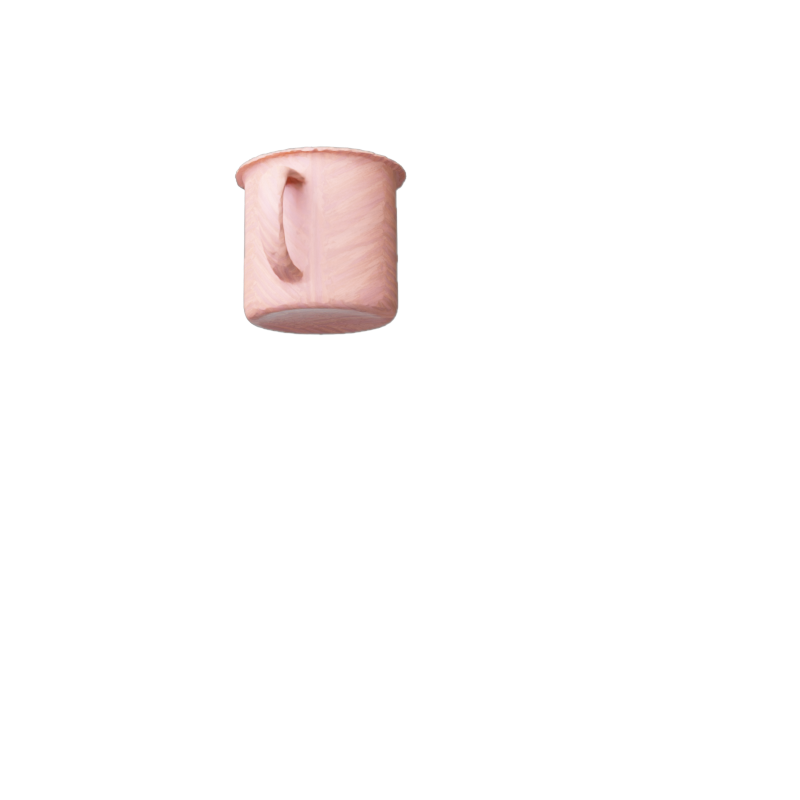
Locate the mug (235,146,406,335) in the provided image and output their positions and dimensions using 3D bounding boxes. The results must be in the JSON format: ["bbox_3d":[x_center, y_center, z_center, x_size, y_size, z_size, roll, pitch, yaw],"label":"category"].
[{"bbox_3d":[-0.045,-0.083,0.581,0.095,0.084,0.111,-4,-11,16],"label":"mug"}]
